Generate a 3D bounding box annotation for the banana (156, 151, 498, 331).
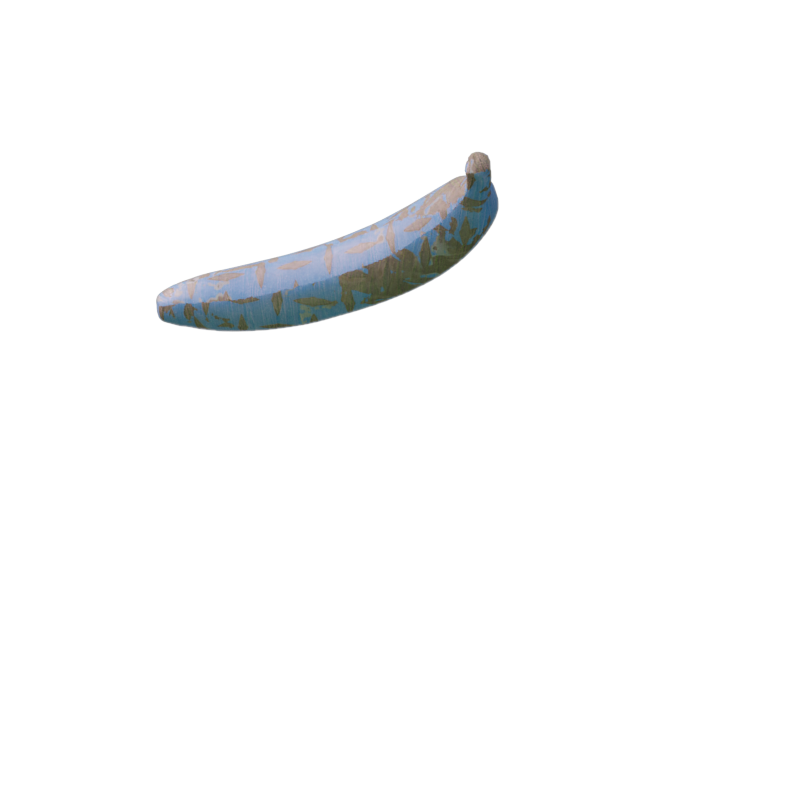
[{"bbox_3d":[-0.028,-0.070,0.540,0.199,0.039,0.065,-21,-38,29],"label":"banana"}]
